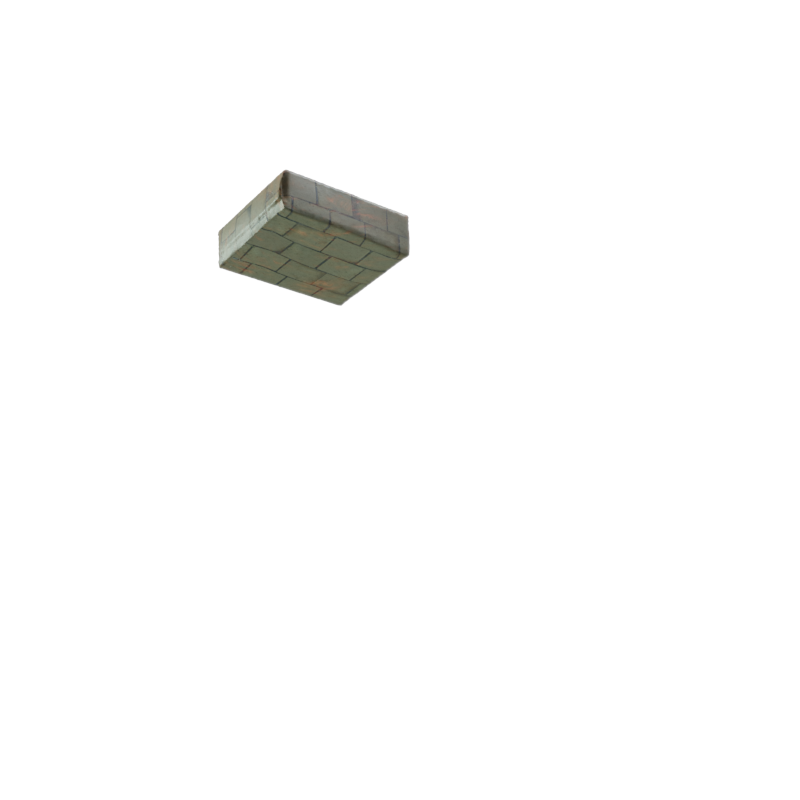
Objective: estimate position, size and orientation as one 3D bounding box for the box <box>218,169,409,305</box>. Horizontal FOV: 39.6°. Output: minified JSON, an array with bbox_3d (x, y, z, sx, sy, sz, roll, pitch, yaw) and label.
[{"bbox_3d":[-0.063,-0.115,0.806,0.108,0.041,0.089,19,-34,-31],"label":"box"}]
